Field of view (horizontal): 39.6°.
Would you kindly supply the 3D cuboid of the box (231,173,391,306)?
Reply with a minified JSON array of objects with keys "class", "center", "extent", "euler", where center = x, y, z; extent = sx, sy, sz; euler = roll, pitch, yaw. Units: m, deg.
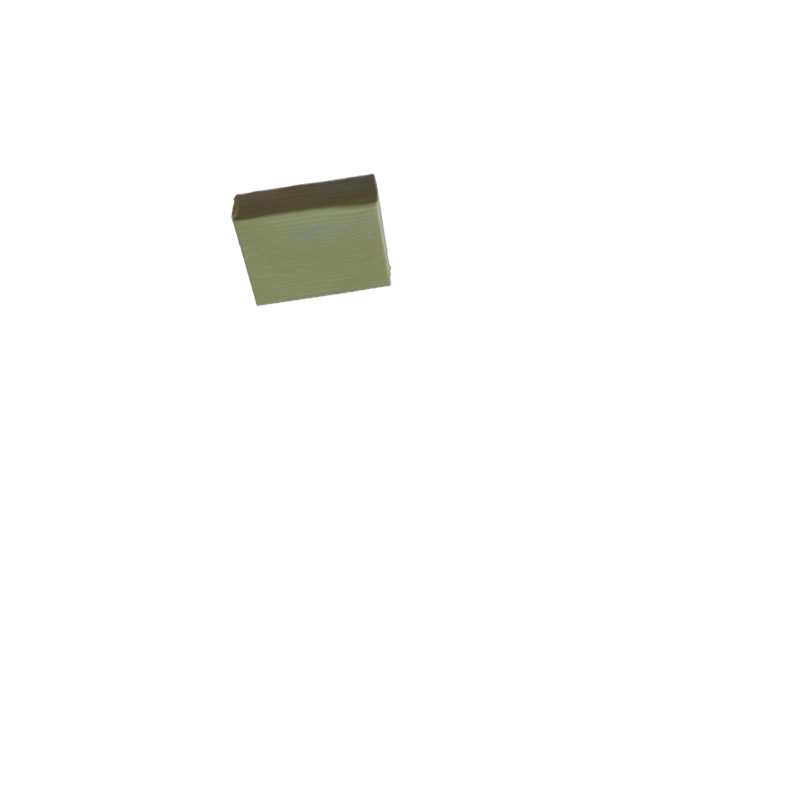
[{"class":"box","center":[-0.068,-0.124,0.868],"extent":[0.114,0.083,0.042],"euler":[-6,43,5]}]
